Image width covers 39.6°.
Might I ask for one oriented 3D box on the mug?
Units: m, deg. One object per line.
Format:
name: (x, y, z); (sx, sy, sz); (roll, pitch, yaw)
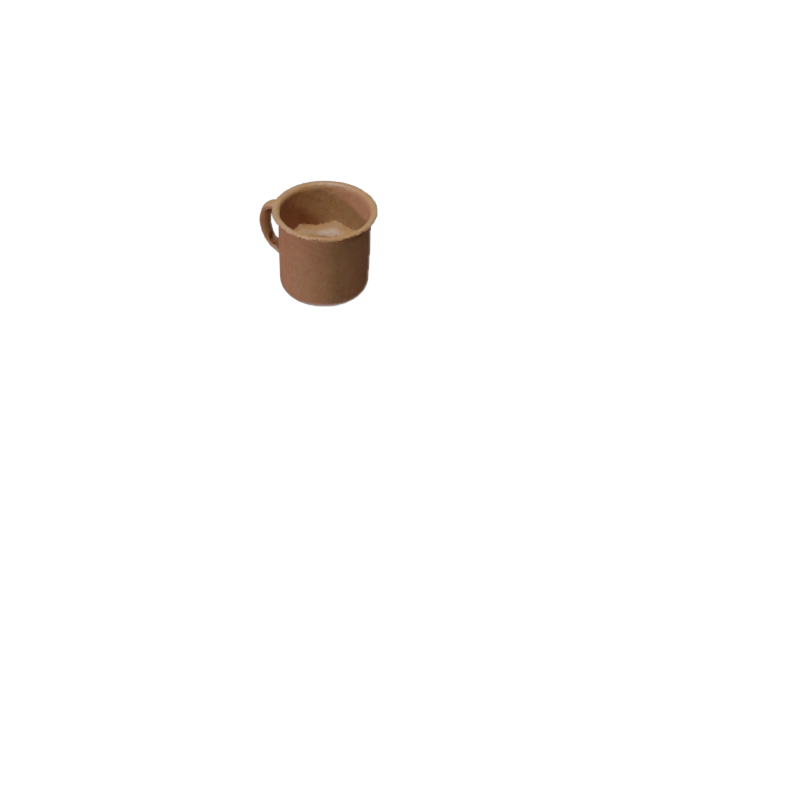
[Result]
mug: (-0.078, -0.143, 0.999); (0.123, 0.076, 0.095); (22, 45, 23)
